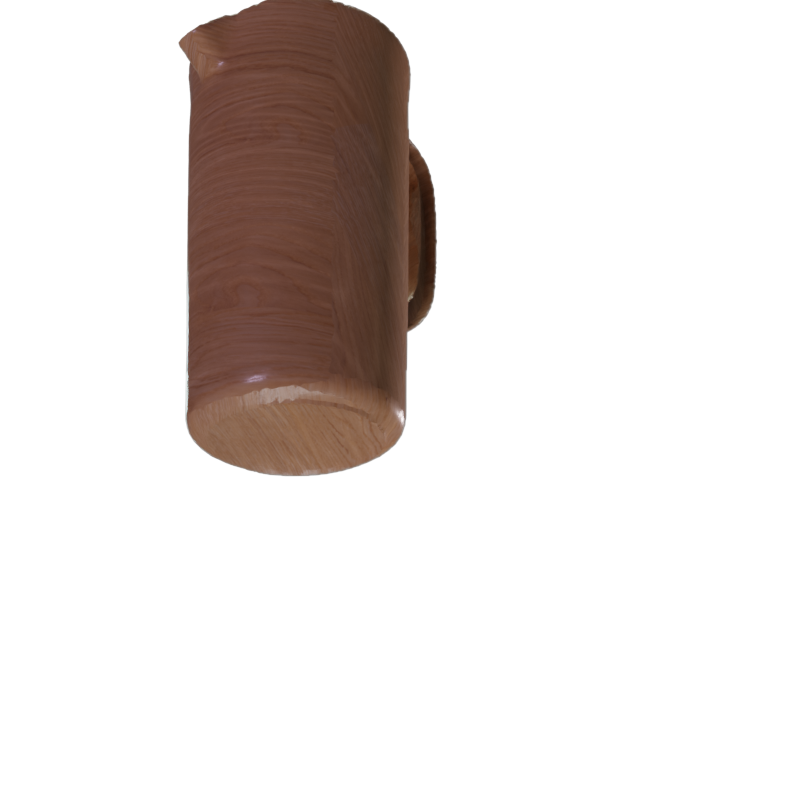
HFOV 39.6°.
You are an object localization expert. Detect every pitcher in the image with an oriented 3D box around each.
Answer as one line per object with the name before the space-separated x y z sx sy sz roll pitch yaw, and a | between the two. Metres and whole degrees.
pitcher | -0.048 -0.087 0.608 0.149 0.259 0.136 -1 -30 -1
